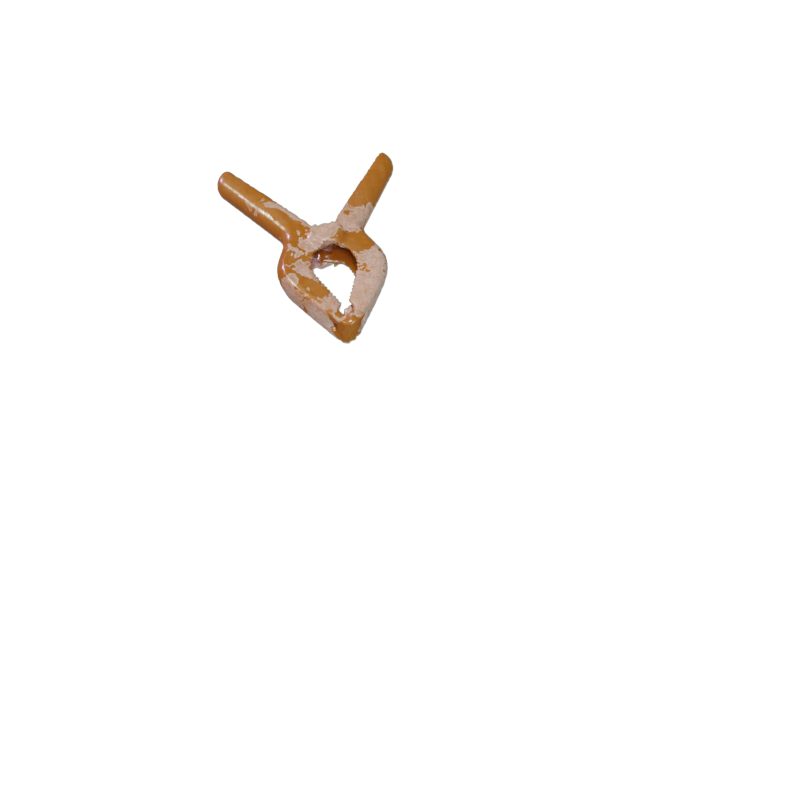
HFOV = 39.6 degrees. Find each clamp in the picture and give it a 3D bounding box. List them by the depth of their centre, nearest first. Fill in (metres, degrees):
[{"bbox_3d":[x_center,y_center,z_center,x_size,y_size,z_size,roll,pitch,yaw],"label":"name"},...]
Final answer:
[{"bbox_3d":[-0.076,-0.139,0.974,0.164,0.226,0.034,-5,-39,-4],"label":"clamp"}]
